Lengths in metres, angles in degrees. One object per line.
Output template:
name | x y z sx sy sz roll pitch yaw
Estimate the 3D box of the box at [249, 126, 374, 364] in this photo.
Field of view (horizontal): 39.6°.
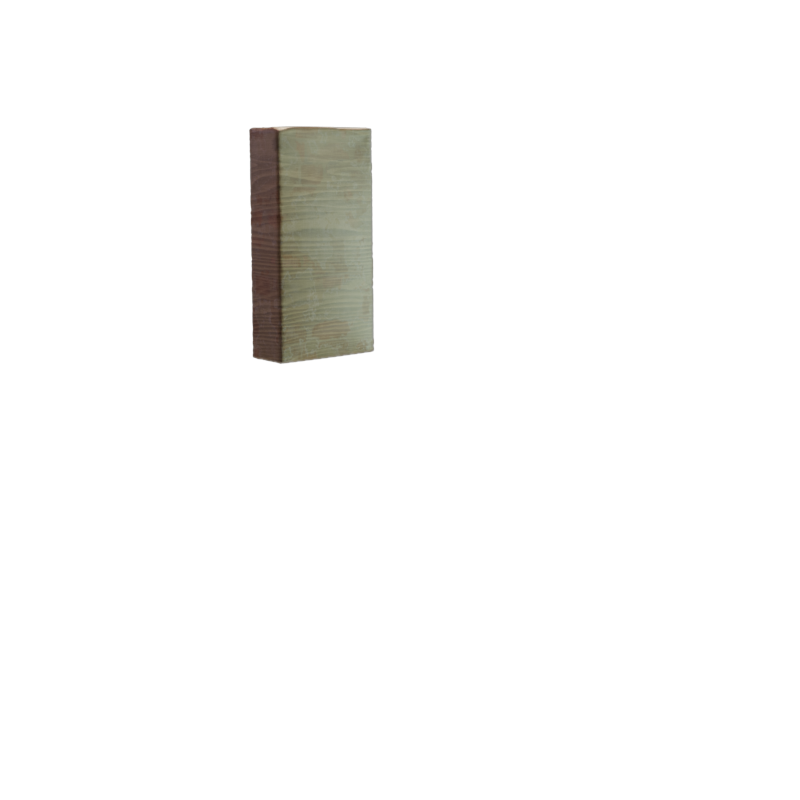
box | -0.067 -0.122 0.853 0.090 0.174 0.050 -5 8 -38
